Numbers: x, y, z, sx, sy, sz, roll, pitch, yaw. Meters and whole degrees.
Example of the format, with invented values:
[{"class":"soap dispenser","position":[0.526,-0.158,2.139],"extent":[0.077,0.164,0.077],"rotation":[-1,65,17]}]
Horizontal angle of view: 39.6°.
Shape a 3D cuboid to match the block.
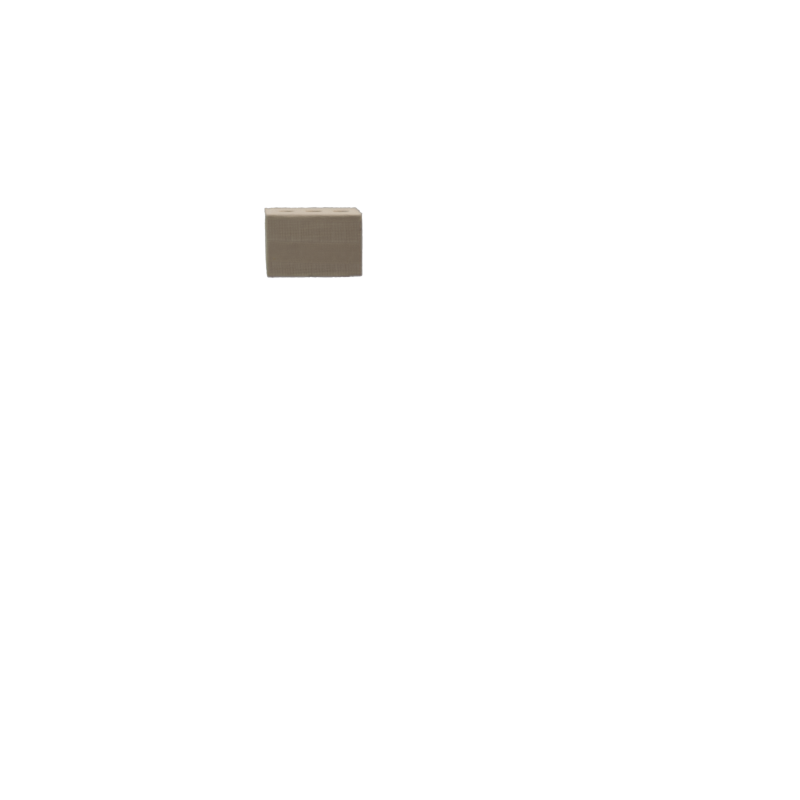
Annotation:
[{"class":"block","position":[-0.069,-0.126,0.886],"extent":[0.077,0.050,0.054],"rotation":[-1,11,-5]}]
